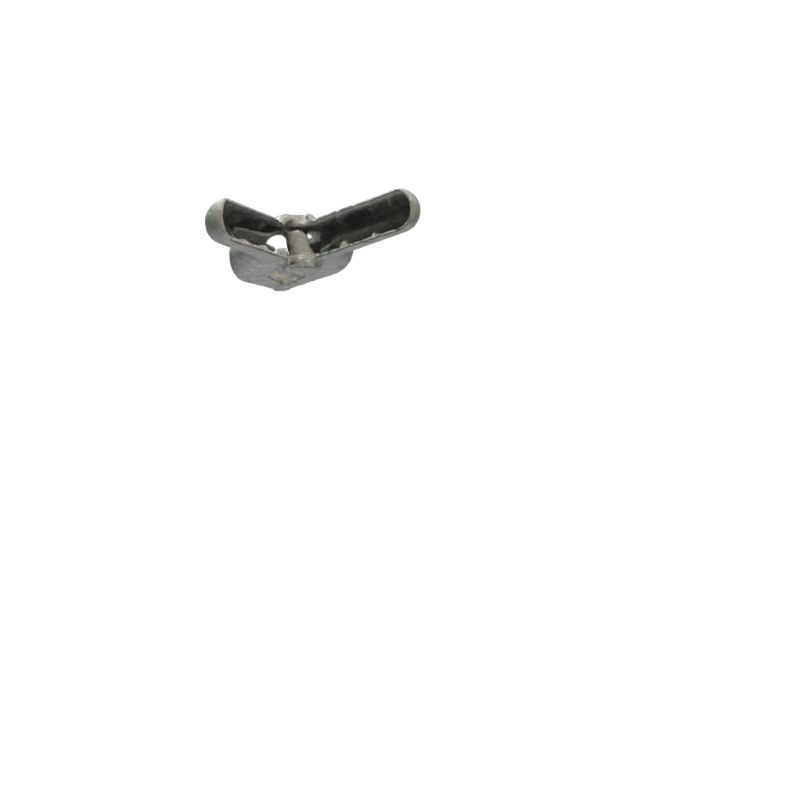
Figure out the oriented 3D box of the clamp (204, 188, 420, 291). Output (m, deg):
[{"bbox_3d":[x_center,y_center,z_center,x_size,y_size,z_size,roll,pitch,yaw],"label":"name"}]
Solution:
[{"bbox_3d":[-0.053,-0.097,0.681,0.120,0.040,0.169,0,-3,-3],"label":"clamp"}]
